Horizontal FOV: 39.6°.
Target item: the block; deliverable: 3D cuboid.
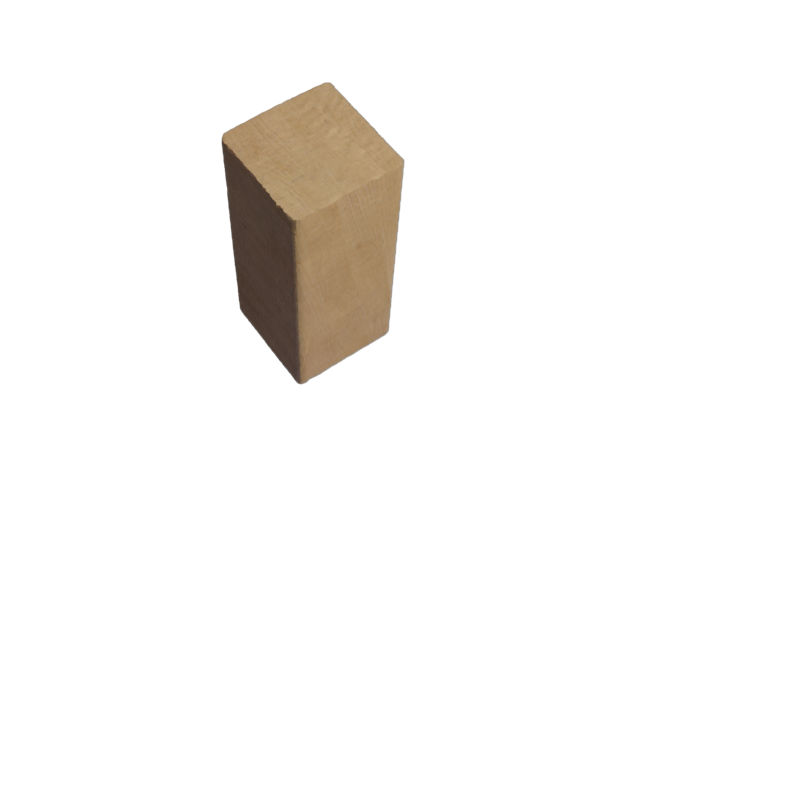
[{"bbox_3d":[-0.063,-0.114,0.798,0.090,0.097,0.193,-31,-25,-20],"label":"block"}]
